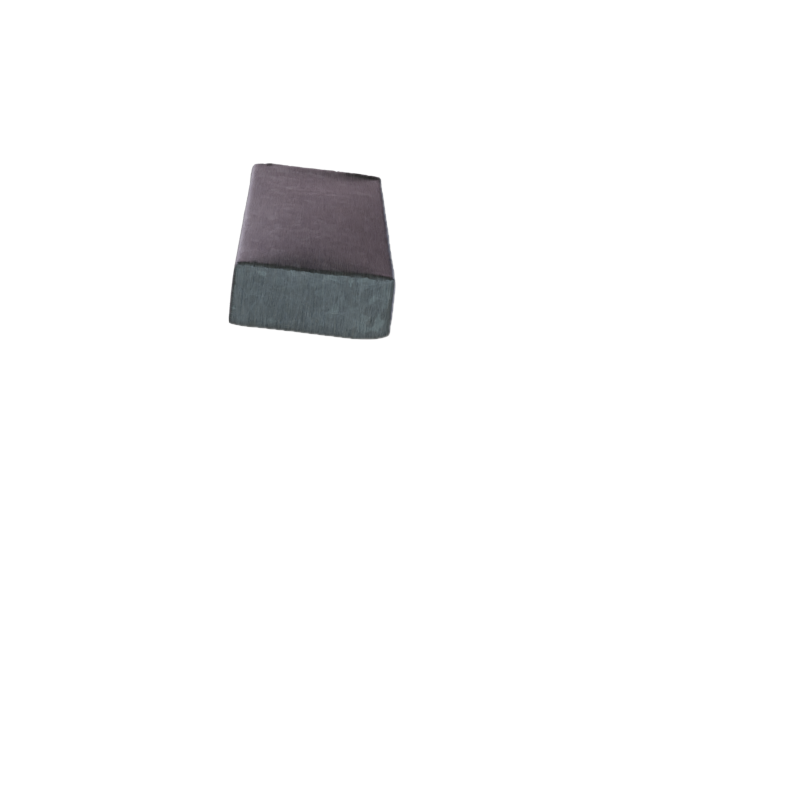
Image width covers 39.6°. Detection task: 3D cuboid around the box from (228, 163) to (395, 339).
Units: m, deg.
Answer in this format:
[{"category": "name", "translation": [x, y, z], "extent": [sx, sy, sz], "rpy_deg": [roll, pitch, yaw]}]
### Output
[{"category": "box", "translation": [-0.055, -0.100, 0.699], "extent": [0.093, 0.045, 0.187], "rpy_deg": [5, 31, -6]}]
